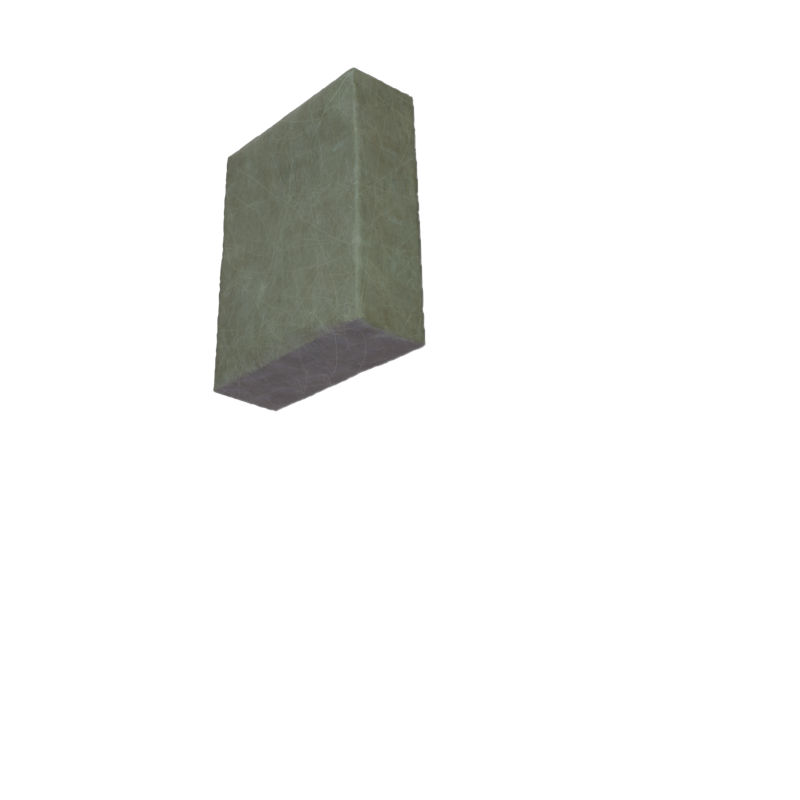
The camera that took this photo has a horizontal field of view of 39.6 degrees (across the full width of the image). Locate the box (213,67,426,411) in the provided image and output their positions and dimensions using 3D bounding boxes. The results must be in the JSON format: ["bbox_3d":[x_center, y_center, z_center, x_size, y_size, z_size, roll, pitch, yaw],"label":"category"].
[{"bbox_3d":[-0.066,-0.119,0.837,0.068,0.227,0.164,22,-35,-39],"label":"box"}]
